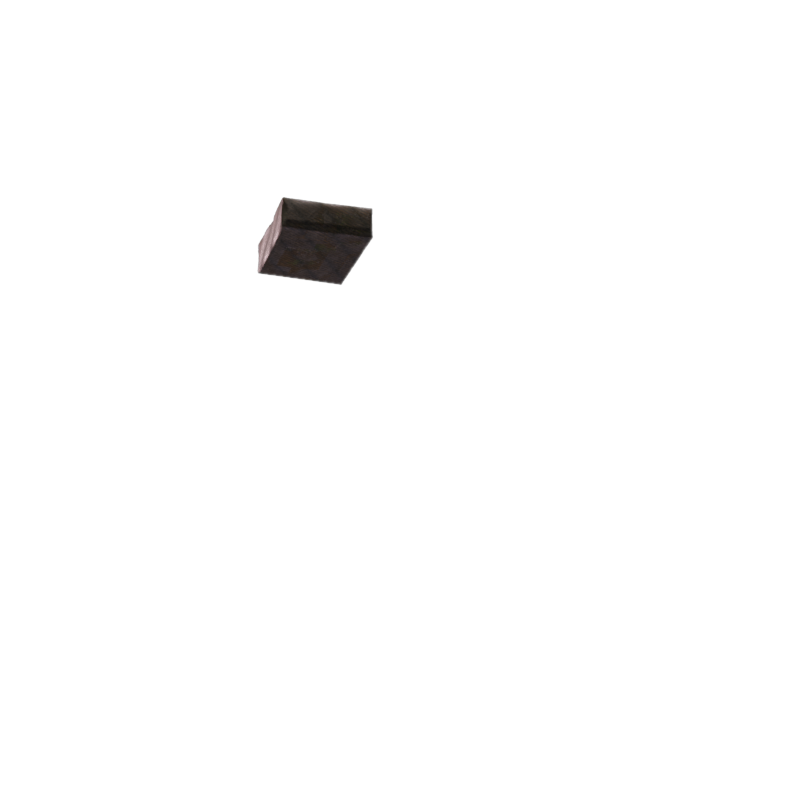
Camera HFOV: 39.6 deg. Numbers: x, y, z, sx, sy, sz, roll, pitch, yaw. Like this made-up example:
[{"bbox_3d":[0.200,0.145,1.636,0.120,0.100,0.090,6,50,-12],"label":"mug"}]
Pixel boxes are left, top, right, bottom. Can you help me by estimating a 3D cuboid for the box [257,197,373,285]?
[{"bbox_3d":[-0.069,-0.126,0.886,0.071,0.032,0.087,6,-22,-16],"label":"box"}]
